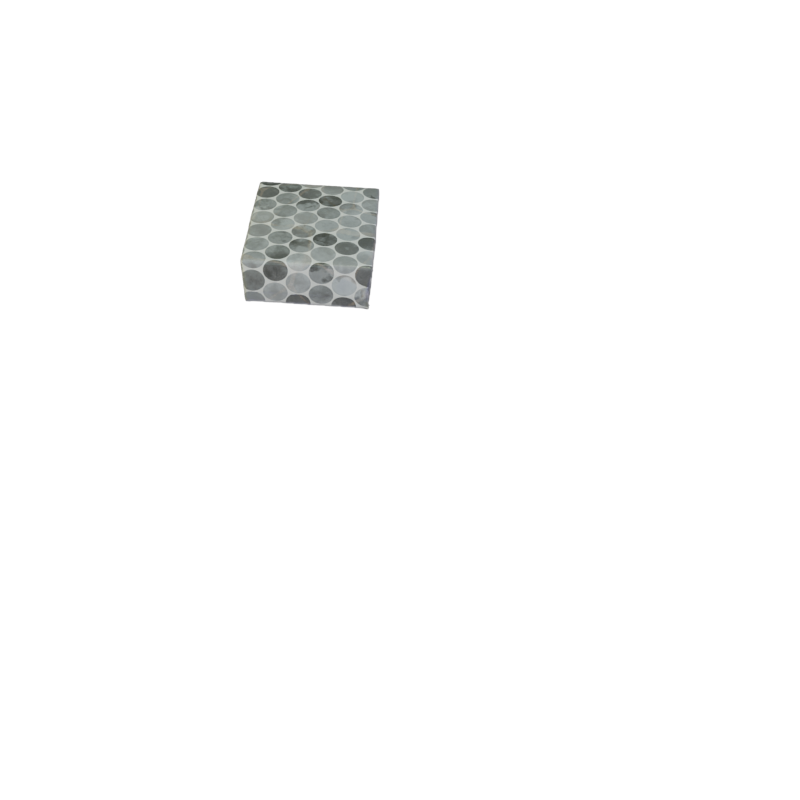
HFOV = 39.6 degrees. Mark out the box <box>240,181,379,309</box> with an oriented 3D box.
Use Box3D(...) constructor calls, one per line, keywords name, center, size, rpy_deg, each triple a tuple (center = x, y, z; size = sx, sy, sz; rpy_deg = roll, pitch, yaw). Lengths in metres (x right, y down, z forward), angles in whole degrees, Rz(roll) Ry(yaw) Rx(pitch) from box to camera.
Box3D(name="box", center=(-0.062, -0.113, 0.789), size=(0.090, 0.036, 0.121), rpy_deg=(2, 39, 2))
